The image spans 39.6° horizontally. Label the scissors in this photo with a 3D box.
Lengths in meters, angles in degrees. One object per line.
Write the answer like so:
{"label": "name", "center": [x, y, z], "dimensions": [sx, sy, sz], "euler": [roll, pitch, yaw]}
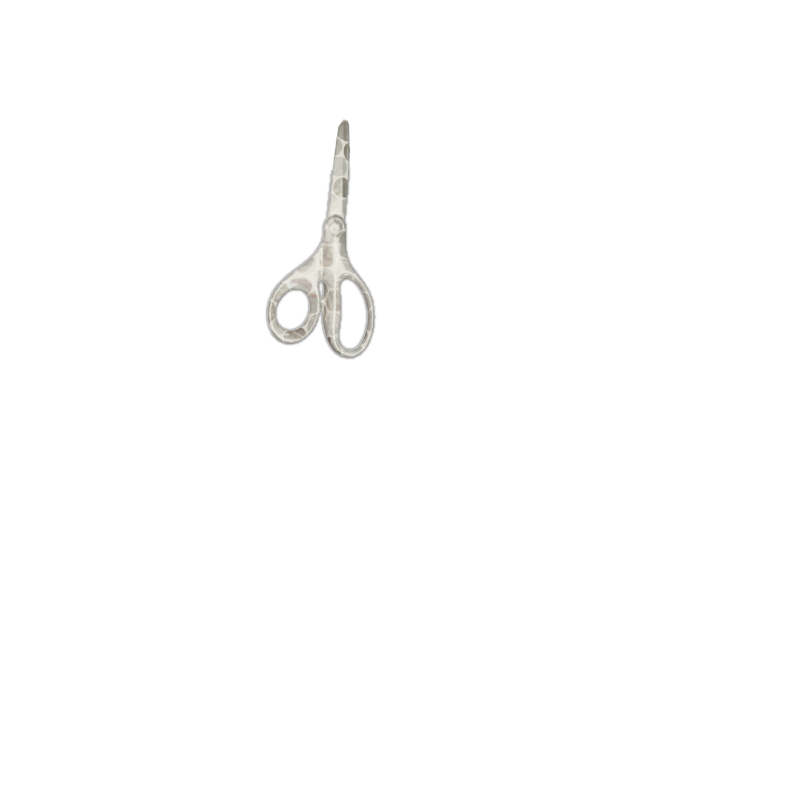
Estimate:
{"label": "scissors", "center": [-0.072, -0.131, 0.917], "dimensions": [0.096, 0.209, 0.015], "euler": [-10, -14, -3]}
